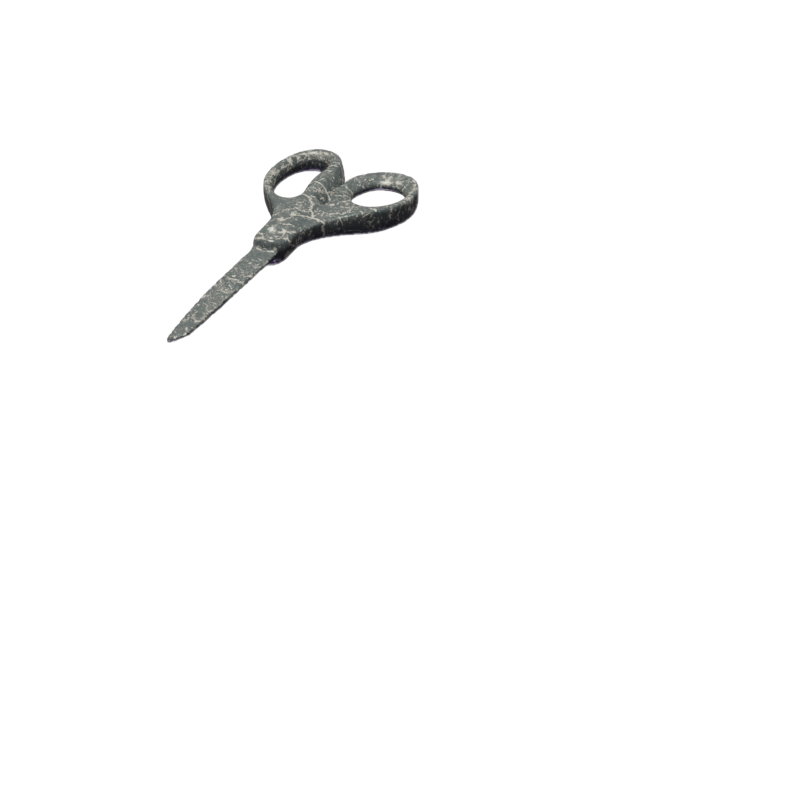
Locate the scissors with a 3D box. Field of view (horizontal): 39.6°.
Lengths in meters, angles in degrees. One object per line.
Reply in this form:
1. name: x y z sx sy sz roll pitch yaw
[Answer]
1. scissors: -0.044 -0.081 0.567 0.097 0.015 0.213 4 35 6
